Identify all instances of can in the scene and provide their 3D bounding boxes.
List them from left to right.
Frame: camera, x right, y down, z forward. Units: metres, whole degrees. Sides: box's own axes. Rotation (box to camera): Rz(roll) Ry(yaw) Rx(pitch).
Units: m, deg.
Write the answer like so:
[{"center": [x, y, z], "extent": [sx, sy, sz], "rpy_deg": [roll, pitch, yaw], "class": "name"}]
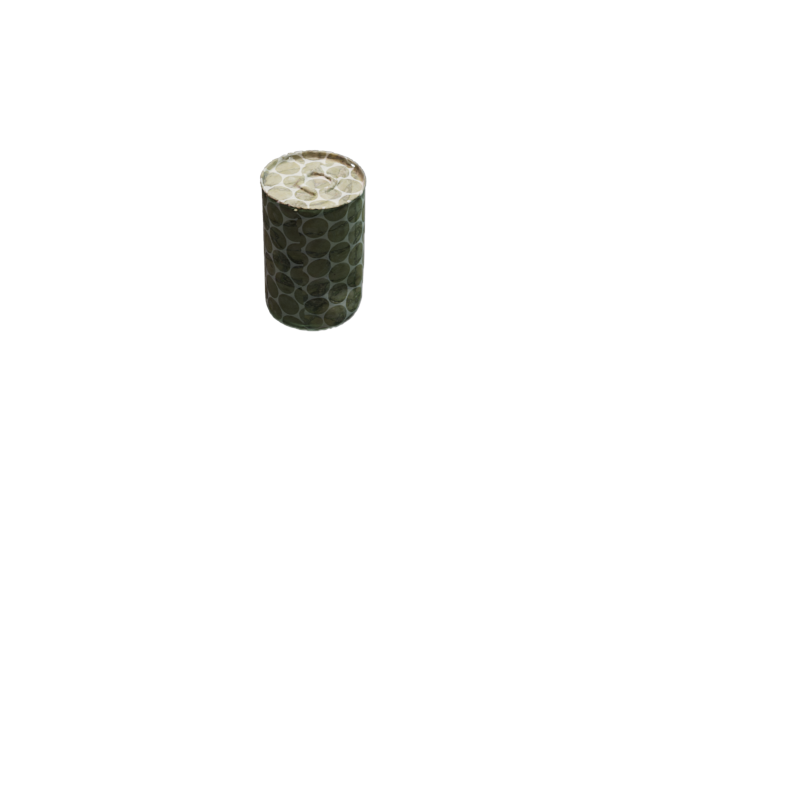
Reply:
[{"center": [-0.058, -0.105, 0.735], "extent": [0.068, 0.095, 0.073], "rpy_deg": [0, 40, -3], "class": "can"}]
